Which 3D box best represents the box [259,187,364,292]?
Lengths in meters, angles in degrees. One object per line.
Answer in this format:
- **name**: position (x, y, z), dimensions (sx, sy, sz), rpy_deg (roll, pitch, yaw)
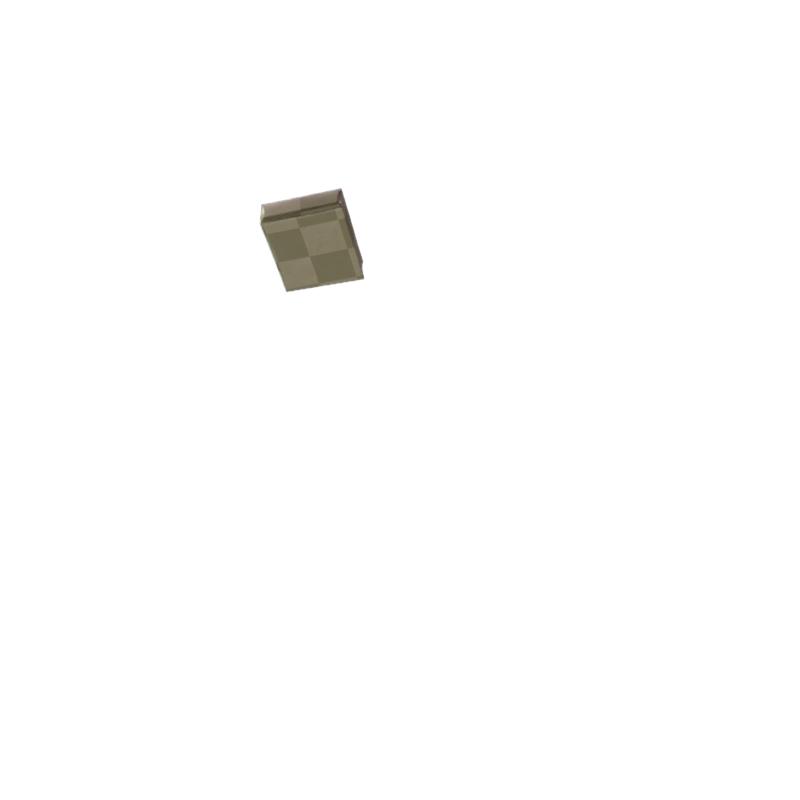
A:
- **box**: position (-0.076, -0.139, 0.974), dimensions (0.074, 0.032, 0.082), rpy_deg (-10, -45, 9)
